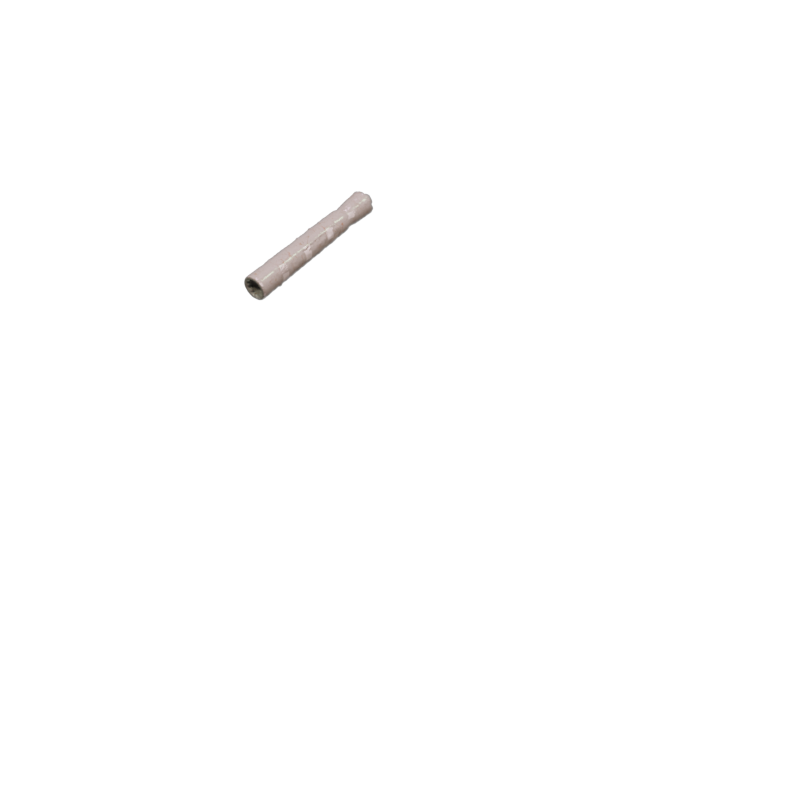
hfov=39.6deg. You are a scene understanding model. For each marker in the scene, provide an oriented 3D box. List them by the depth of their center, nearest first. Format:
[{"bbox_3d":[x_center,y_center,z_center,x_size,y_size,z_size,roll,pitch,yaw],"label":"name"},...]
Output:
[{"bbox_3d":[-0.060,-0.109,0.764,0.021,0.019,0.123,3,38,46],"label":"marker"}]
